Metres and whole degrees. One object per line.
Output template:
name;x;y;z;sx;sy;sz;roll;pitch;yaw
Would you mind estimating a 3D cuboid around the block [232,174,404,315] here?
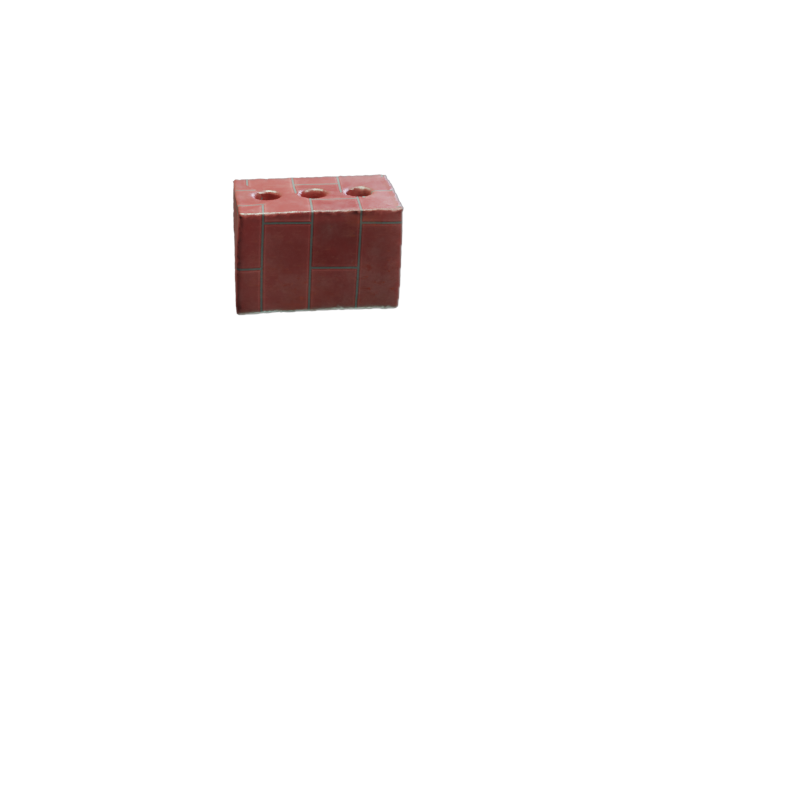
block;-0.042;-0.076;0.533;0.077;0.049;0.056;-3;27;-8
